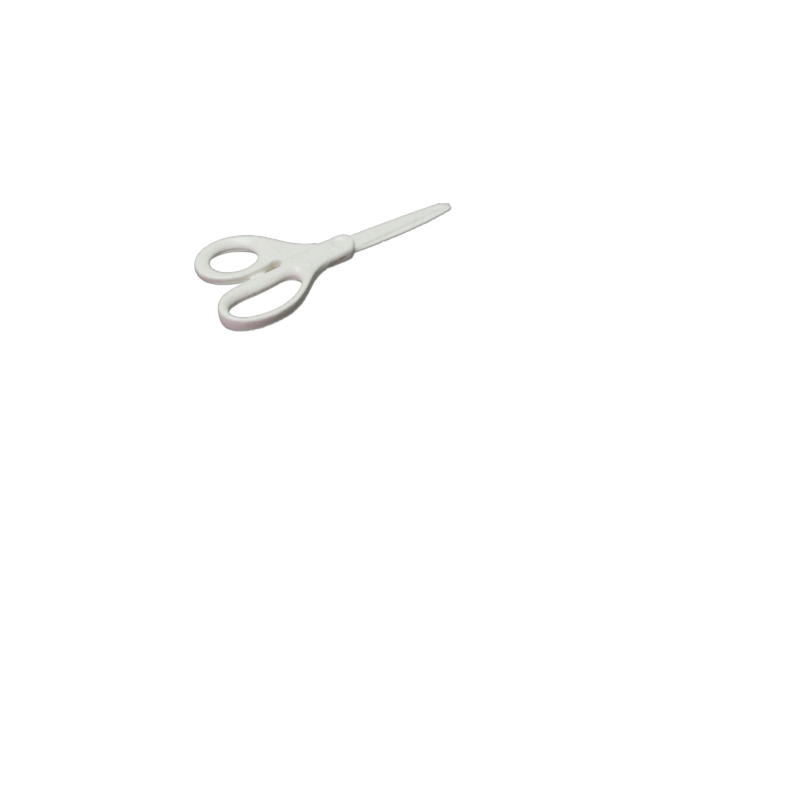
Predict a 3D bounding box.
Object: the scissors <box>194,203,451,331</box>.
[{"bbox_3d":[-0.062,-0.114,0.798,0.102,0.015,0.204,31,52,28],"label":"scissors"}]
